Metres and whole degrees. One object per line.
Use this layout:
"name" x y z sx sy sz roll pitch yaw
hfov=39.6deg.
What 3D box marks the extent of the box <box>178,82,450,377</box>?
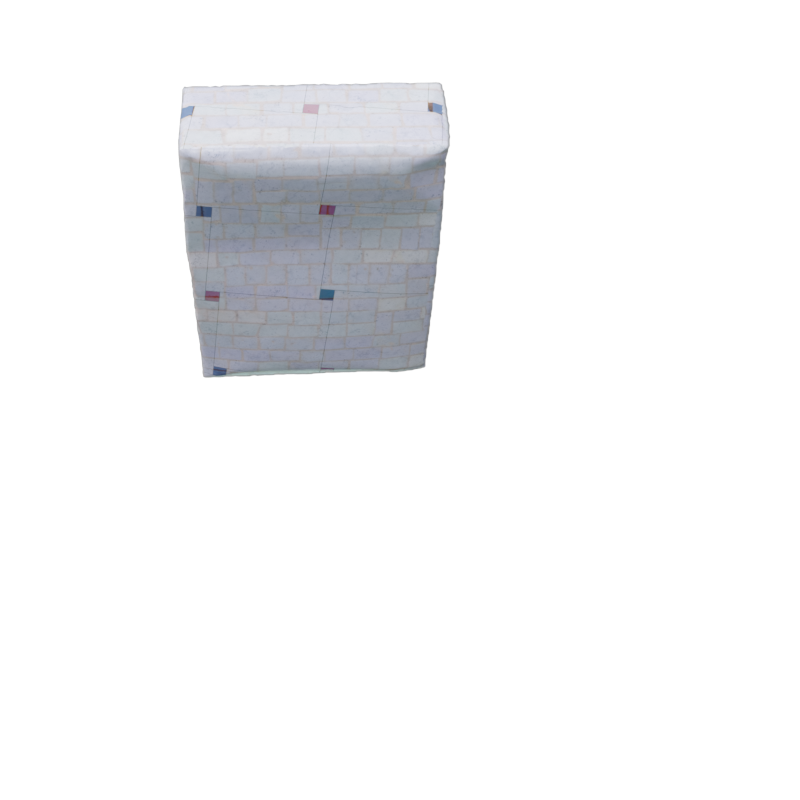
"box" -0.058 -0.106 0.740 0.164 0.077 0.199 -1 -41 -3
